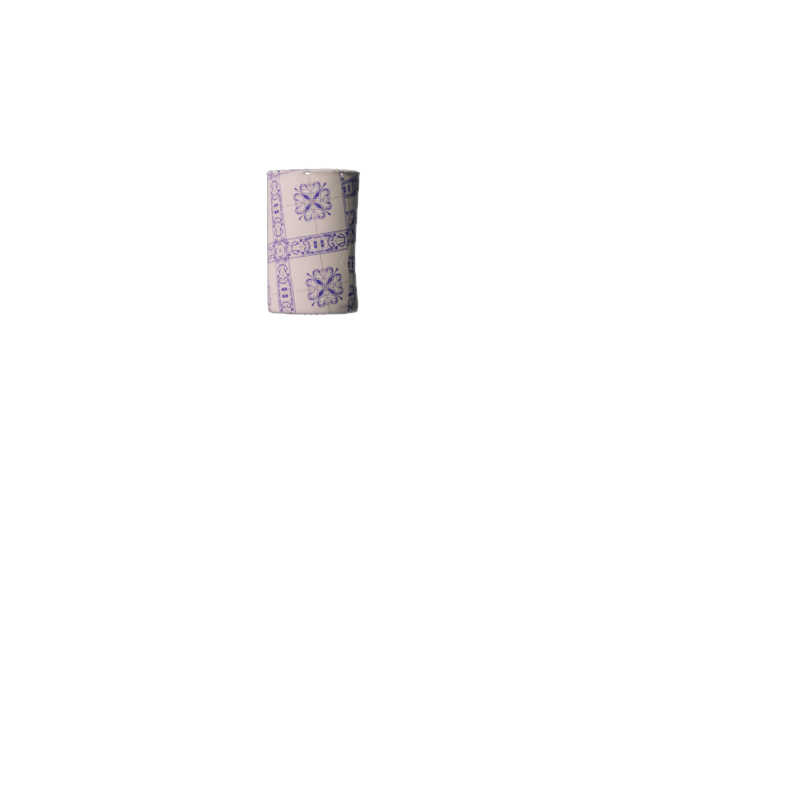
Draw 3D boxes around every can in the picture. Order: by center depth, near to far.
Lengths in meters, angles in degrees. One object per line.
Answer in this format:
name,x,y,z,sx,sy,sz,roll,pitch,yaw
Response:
can,-0.063,-0.115,0.804,0.068,0.102,0.069,0,3,-2
